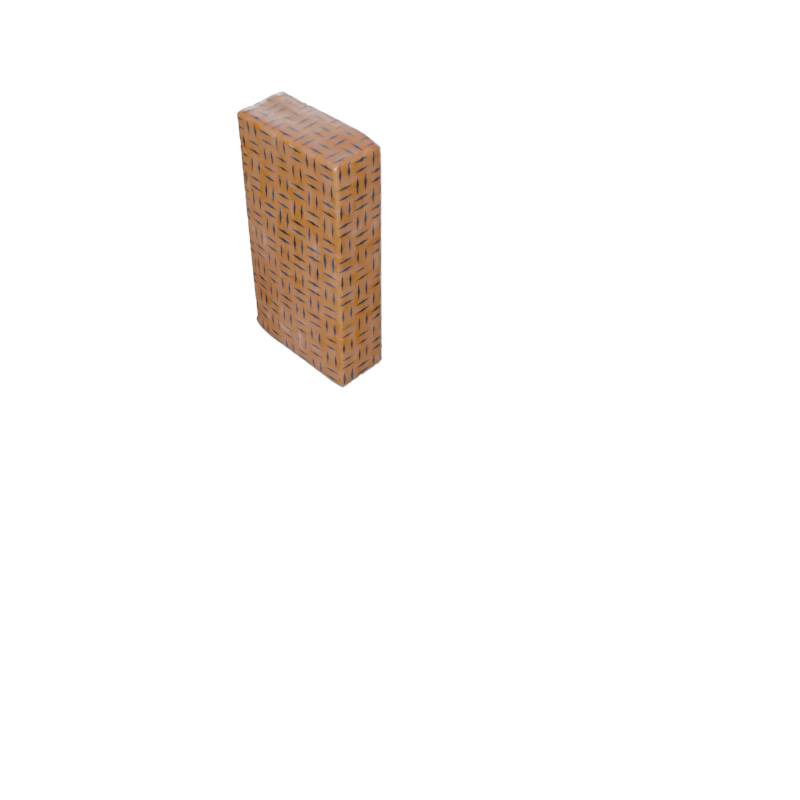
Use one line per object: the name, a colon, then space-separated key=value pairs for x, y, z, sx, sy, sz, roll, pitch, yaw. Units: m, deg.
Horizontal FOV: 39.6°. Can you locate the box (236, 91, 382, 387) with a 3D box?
box: x=-0.056 y=-0.103 z=0.719 sx=0.048 sy=0.164 sz=0.100 roll=-29 pitch=49 yaw=-33
